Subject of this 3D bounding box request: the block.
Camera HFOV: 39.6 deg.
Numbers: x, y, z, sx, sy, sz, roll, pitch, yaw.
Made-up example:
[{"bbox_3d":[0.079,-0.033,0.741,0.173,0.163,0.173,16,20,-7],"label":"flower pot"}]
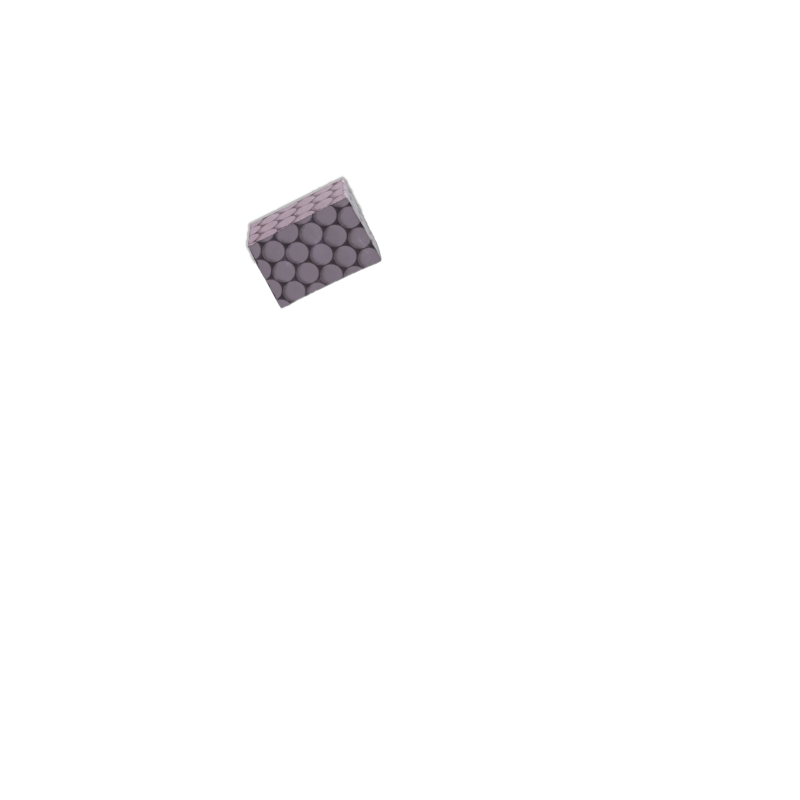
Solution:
[{"bbox_3d":[-0.060,-0.109,0.763,0.078,0.050,0.054,-24,22,8],"label":"block"}]
